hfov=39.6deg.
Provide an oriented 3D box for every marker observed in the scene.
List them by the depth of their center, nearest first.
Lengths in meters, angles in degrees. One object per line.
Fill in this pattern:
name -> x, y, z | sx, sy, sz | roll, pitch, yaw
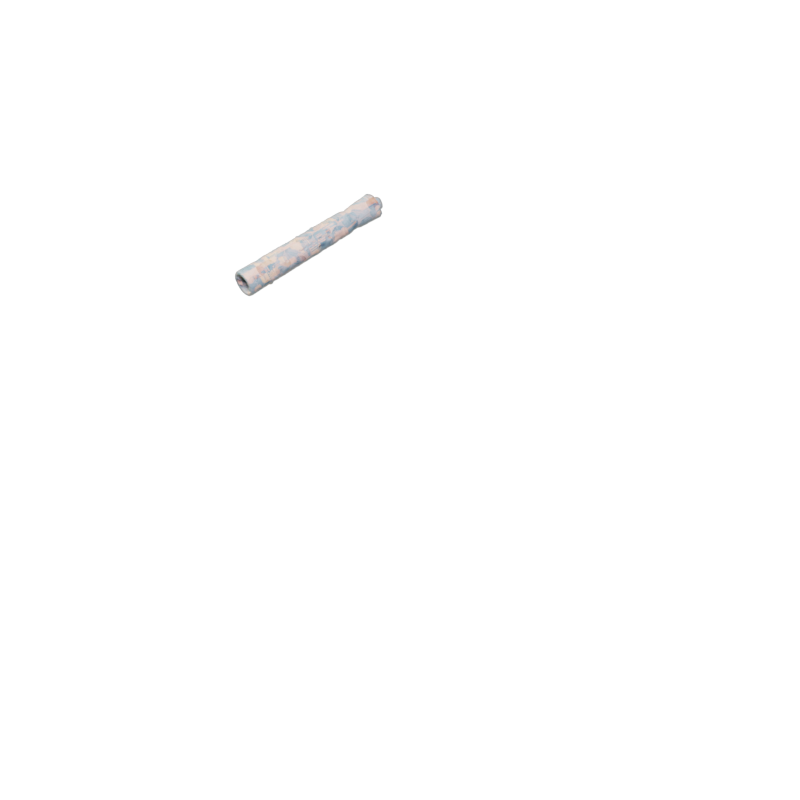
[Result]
marker -> -0.059, -0.108, 0.757 | 0.121, 0.019, 0.020 | -35, 21, -26
